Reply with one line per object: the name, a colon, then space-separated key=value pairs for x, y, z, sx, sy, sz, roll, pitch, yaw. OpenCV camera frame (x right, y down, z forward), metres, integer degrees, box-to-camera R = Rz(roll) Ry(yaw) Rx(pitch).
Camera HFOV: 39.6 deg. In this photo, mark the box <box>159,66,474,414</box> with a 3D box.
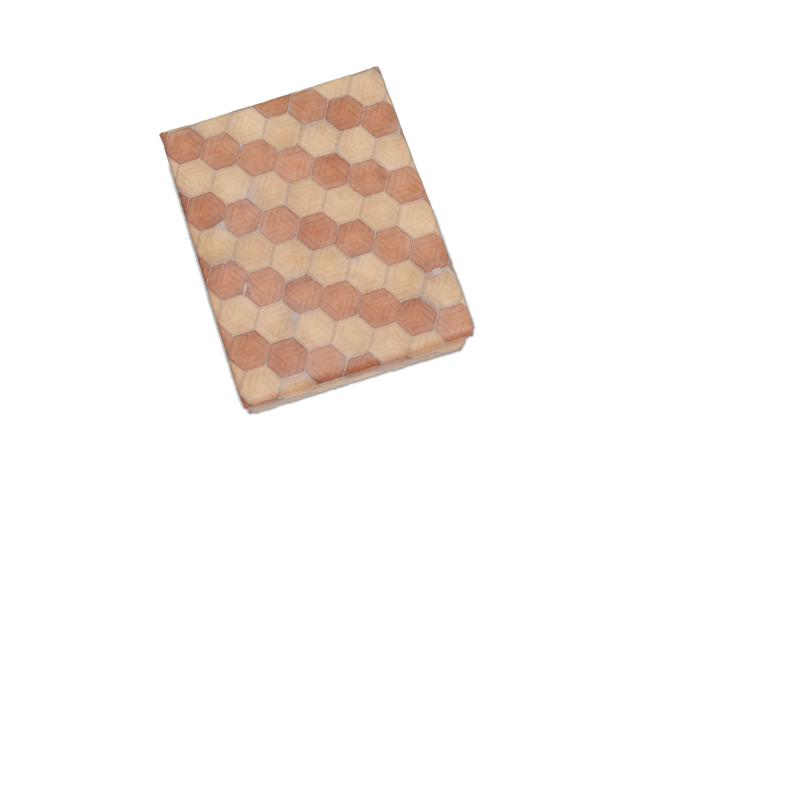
box: x=-0.033 y=-0.061 z=0.428 sx=0.089 sy=0.118 sz=0.037 roll=-18 pitch=-14 yaw=-5
